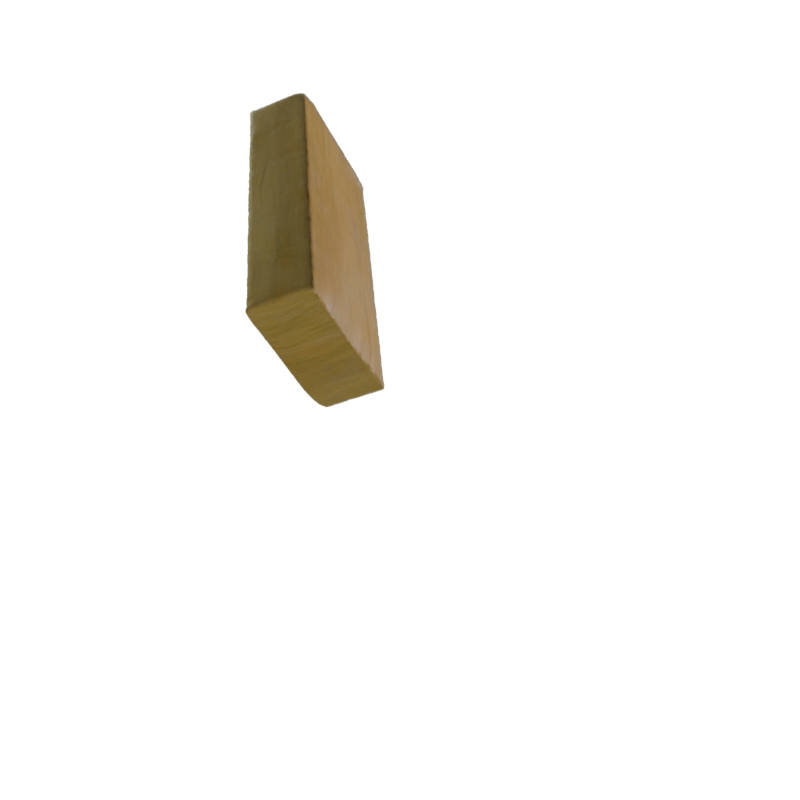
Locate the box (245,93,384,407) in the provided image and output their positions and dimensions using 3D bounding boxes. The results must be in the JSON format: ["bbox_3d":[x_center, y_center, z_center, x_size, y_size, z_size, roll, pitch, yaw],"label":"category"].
[{"bbox_3d":[-0.051,-0.093,0.649,0.048,0.189,0.086,-19,-45,16],"label":"box"}]
